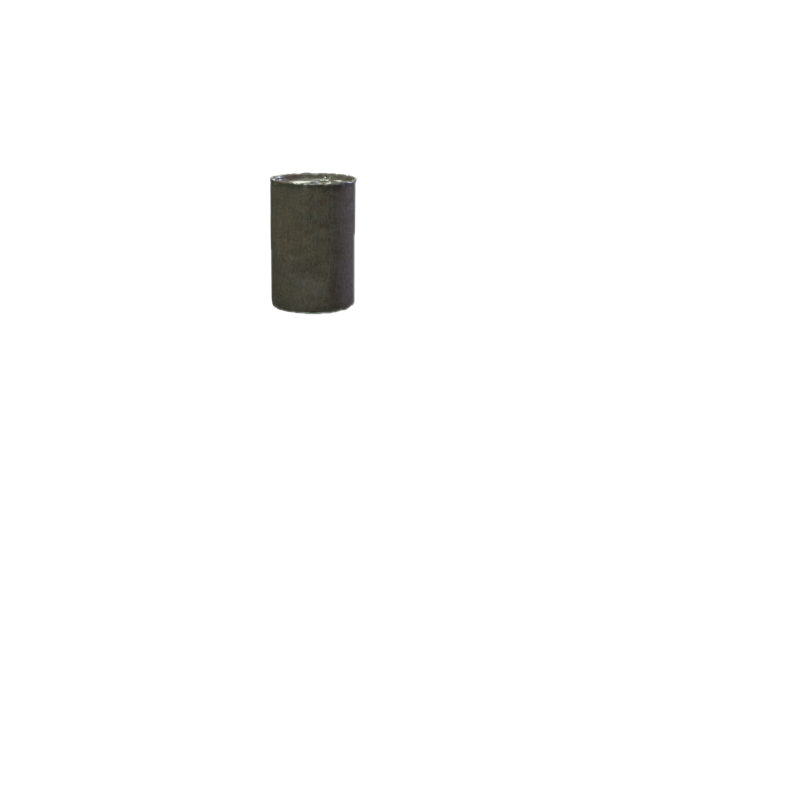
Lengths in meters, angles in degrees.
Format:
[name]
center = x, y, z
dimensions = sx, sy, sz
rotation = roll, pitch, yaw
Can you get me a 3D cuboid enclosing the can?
[can]
center = -0.068, -0.125, 0.873
dimensions = 0.068, 0.099, 0.071
rotation = 0, 13, -2
